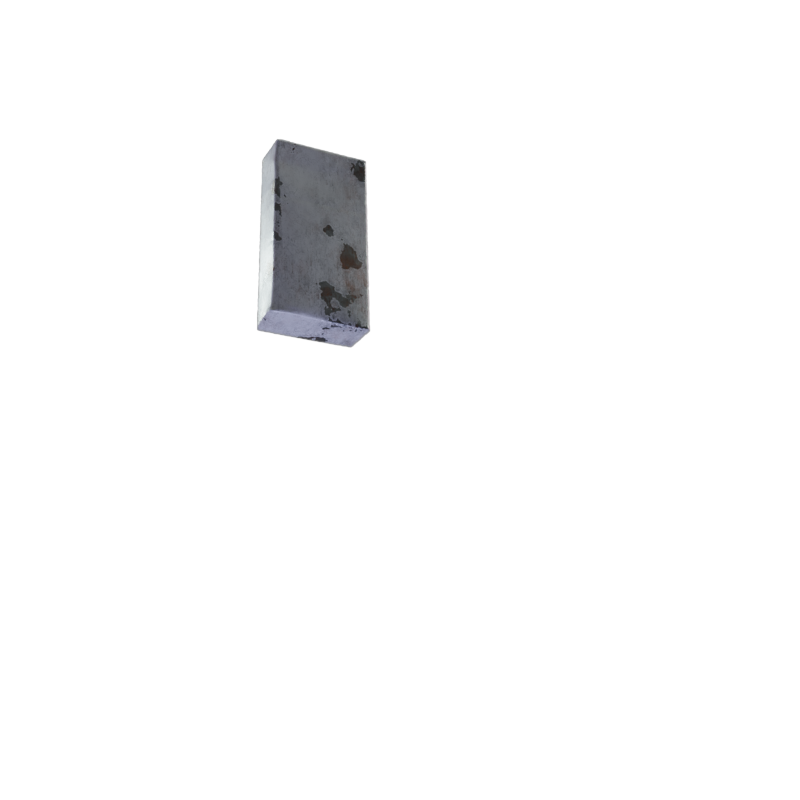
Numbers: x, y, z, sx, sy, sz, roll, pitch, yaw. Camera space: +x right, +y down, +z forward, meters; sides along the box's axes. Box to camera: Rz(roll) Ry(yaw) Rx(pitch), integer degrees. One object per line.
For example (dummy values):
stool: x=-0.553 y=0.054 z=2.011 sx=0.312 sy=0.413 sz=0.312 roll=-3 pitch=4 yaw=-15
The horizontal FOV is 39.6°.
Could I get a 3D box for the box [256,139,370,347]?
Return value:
box: x=-0.077 y=-0.141 z=0.988 sx=0.090 sy=0.188 sz=0.047 roll=11 pitch=-32 yaw=-22
